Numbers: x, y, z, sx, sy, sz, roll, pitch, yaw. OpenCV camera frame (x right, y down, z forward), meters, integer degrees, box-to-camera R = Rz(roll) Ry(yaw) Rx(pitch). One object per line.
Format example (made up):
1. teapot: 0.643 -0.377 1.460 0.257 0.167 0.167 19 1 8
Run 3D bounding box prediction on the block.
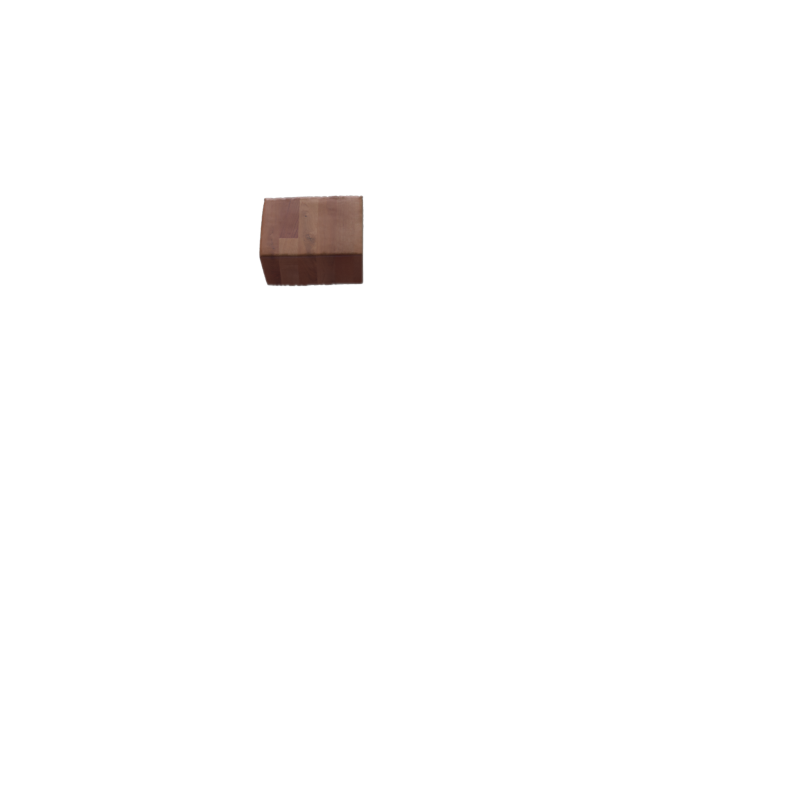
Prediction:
1. block: -0.066 -0.121 0.849 0.078 0.054 0.050 -1 -24 1
